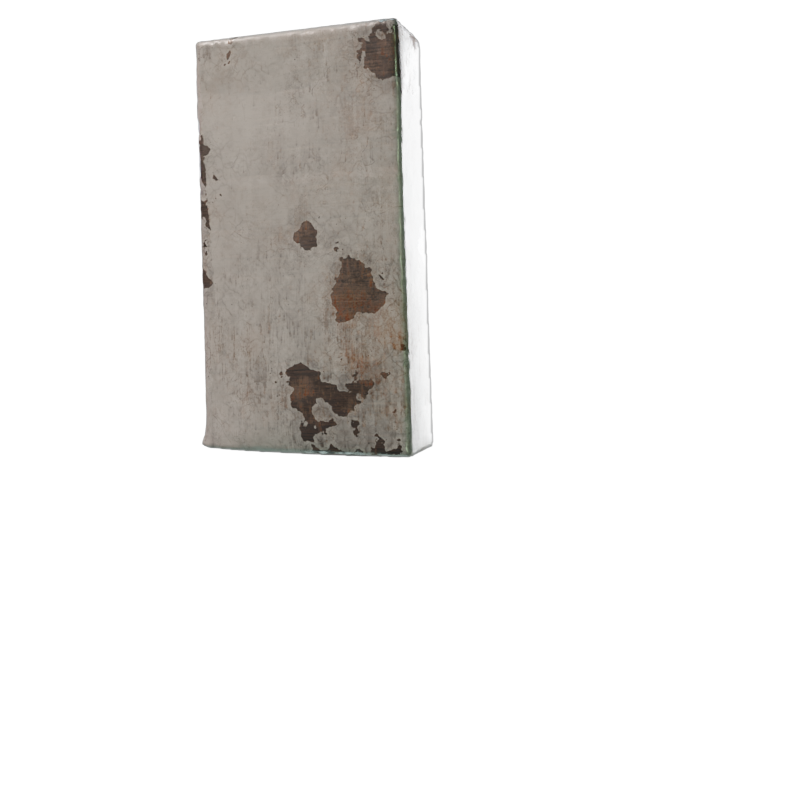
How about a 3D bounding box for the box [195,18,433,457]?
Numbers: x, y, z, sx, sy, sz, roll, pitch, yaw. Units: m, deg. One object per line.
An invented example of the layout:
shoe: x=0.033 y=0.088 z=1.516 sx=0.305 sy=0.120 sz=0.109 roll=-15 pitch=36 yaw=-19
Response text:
box: x=-0.037 y=-0.067 z=0.472 sx=0.095 sy=0.178 sz=0.046 roll=-2 pitch=-5 yaw=19
